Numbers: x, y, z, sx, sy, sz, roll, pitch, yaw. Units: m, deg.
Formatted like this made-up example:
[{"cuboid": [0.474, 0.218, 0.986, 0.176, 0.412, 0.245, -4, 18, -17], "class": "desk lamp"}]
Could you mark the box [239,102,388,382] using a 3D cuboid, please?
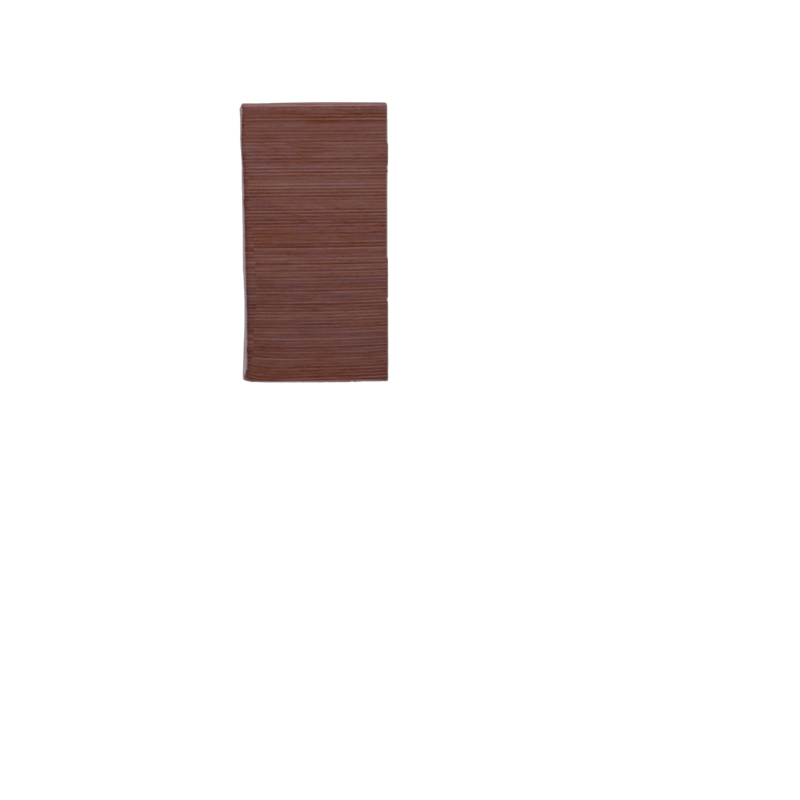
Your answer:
[{"cuboid": [-0.055, -0.101, 0.706, 0.093, 0.174, 0.049, 0, 5, -6], "class": "box"}]
